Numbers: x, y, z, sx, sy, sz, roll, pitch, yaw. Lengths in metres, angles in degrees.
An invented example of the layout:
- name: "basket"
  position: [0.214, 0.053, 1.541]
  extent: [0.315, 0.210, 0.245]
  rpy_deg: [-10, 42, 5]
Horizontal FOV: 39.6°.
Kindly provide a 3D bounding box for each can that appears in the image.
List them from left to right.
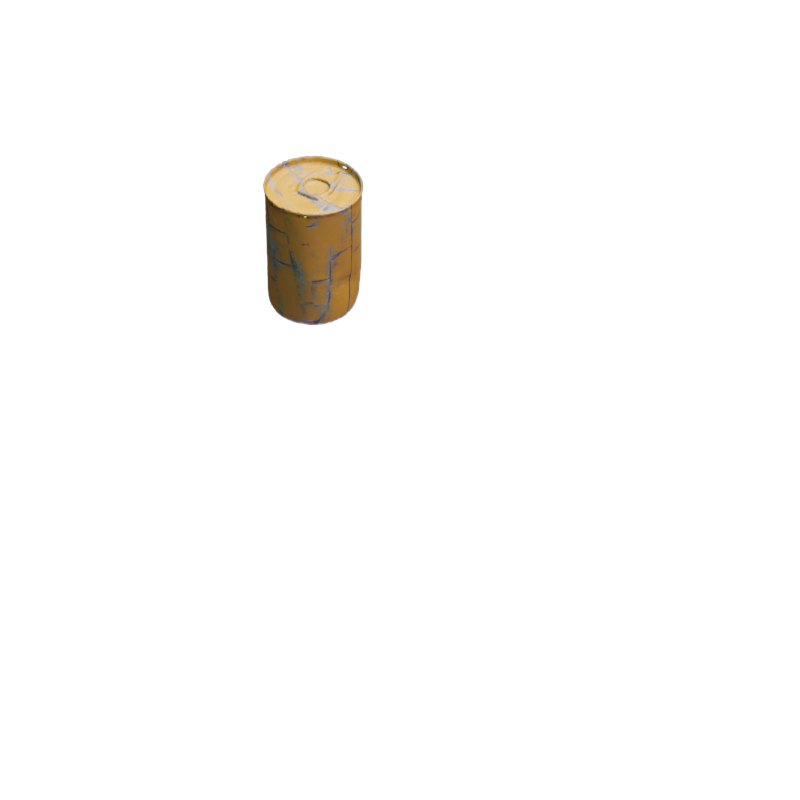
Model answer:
- name: "can"
  position: [-0.061, -0.112, 0.784]
  extent: [0.068, 0.095, 0.074]
  rpy_deg: [0, 43, -3]
